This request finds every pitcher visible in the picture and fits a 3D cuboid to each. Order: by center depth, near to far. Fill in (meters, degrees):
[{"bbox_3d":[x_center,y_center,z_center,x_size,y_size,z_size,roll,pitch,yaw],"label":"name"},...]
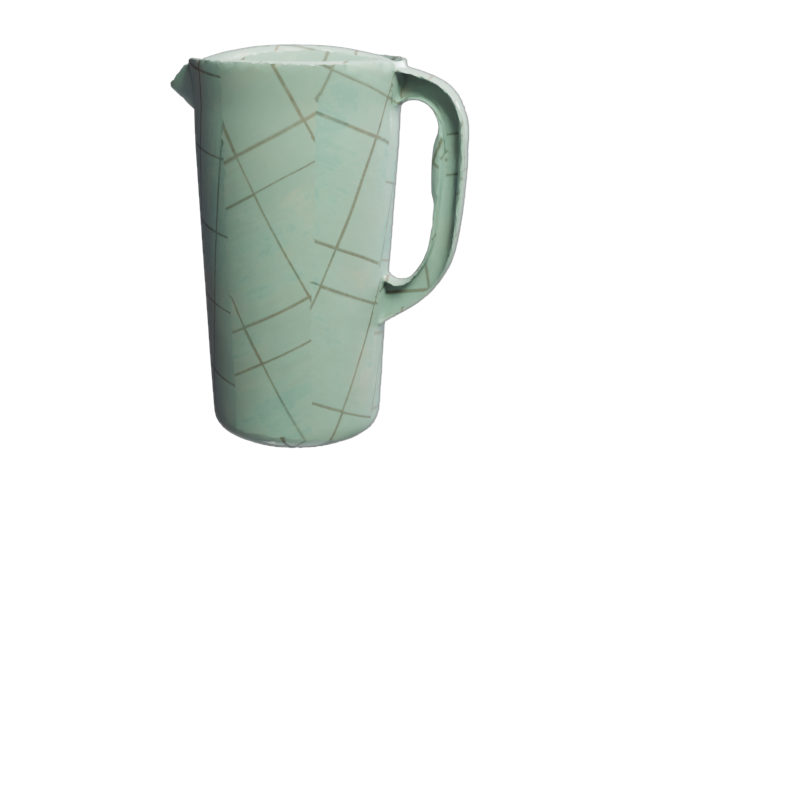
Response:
[{"bbox_3d":[-0.054,-0.099,0.694,0.141,0.235,0.158,-8,17,-29],"label":"pitcher"}]
